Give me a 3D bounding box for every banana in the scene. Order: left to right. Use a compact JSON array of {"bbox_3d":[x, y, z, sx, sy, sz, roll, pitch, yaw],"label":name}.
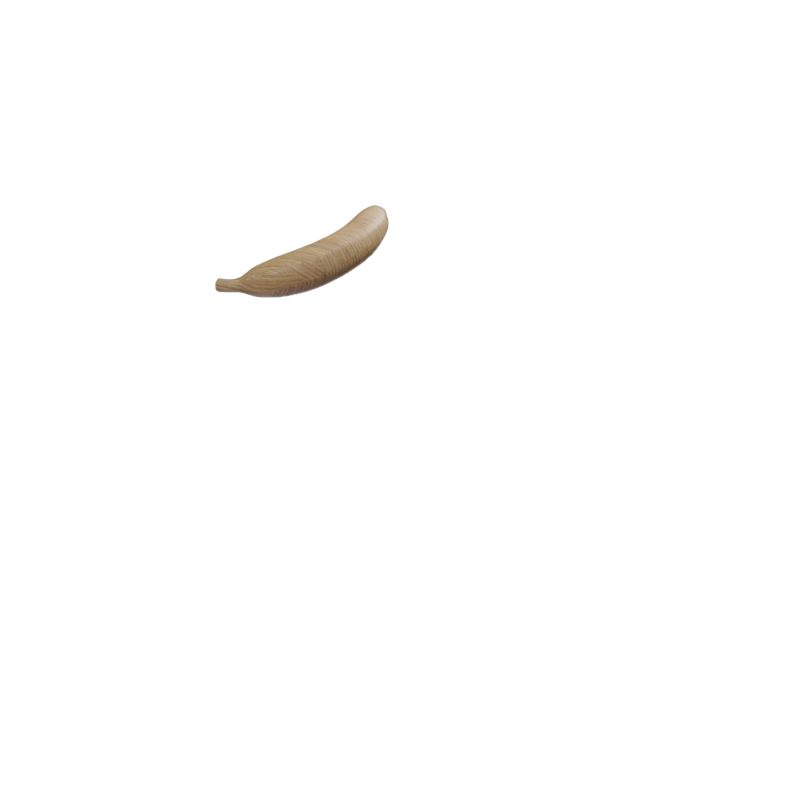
[{"bbox_3d":[-0.067,-0.132,0.981,0.197,0.034,0.074,-29,44,-36],"label":"banana"}]
